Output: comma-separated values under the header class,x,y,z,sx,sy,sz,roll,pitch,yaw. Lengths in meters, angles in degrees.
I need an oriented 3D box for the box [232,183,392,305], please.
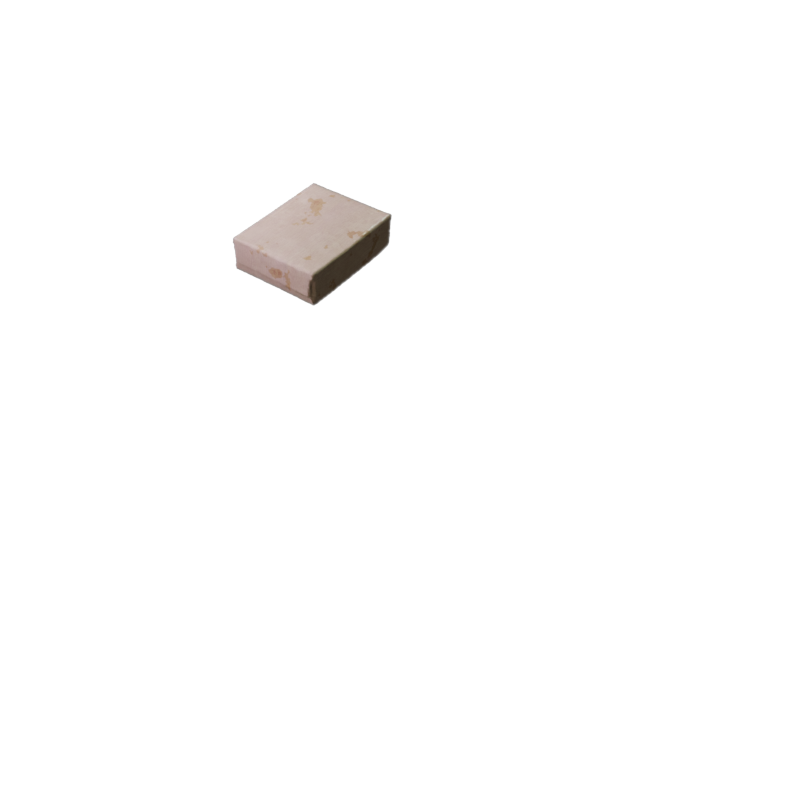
class,x,y,z,sx,sy,sz,roll,pitch,yaw
box,-0.075,-0.138,0.963,0.095,0.036,0.115,26,46,27
